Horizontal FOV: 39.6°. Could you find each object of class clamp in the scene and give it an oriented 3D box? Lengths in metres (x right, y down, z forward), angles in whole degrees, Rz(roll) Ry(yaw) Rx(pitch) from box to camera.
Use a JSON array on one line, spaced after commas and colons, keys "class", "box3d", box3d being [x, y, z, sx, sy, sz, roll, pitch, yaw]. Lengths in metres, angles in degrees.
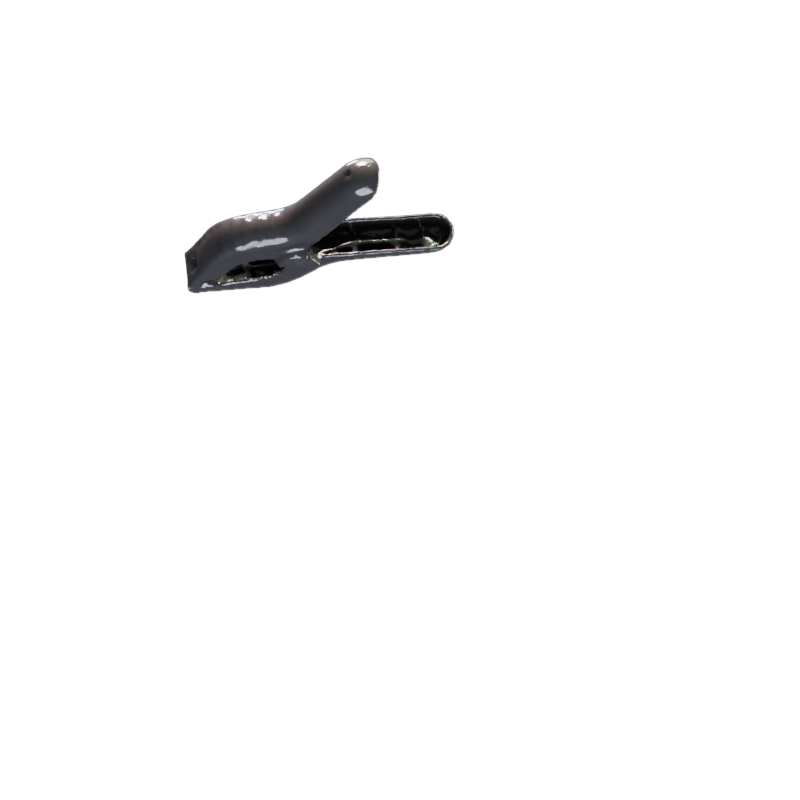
[{"class": "clamp", "box3d": [-0.054, -0.099, 0.694, 0.174, 0.041, 0.112, -14, -24, 33]}]
